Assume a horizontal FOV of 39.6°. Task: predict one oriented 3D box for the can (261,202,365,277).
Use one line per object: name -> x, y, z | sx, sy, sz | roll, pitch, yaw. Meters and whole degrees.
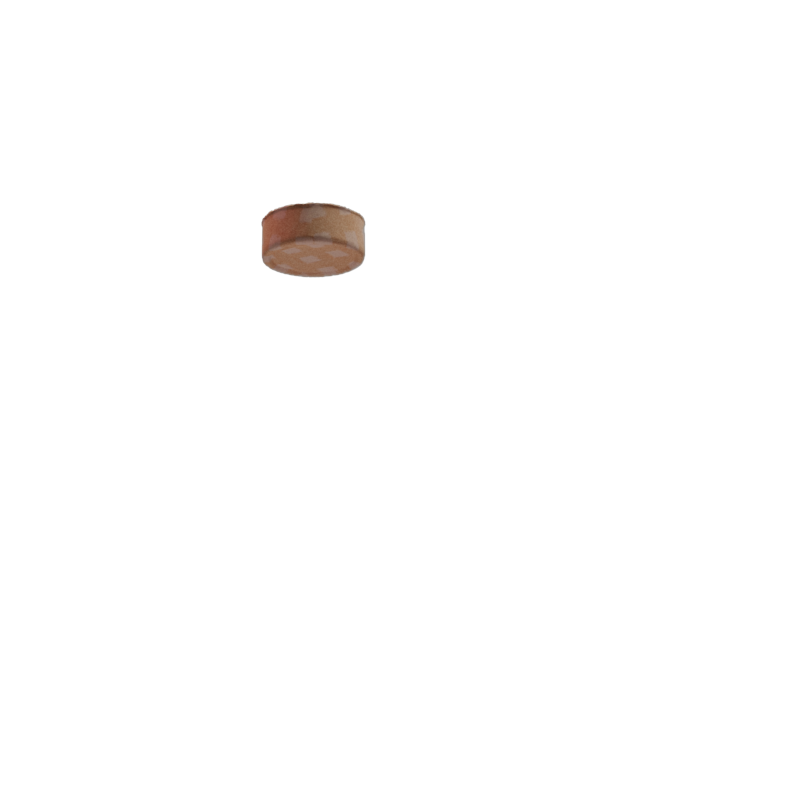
can -> -0.071, -0.130, 0.907 | 0.086, 0.035, 0.082 | 0, -15, -2
